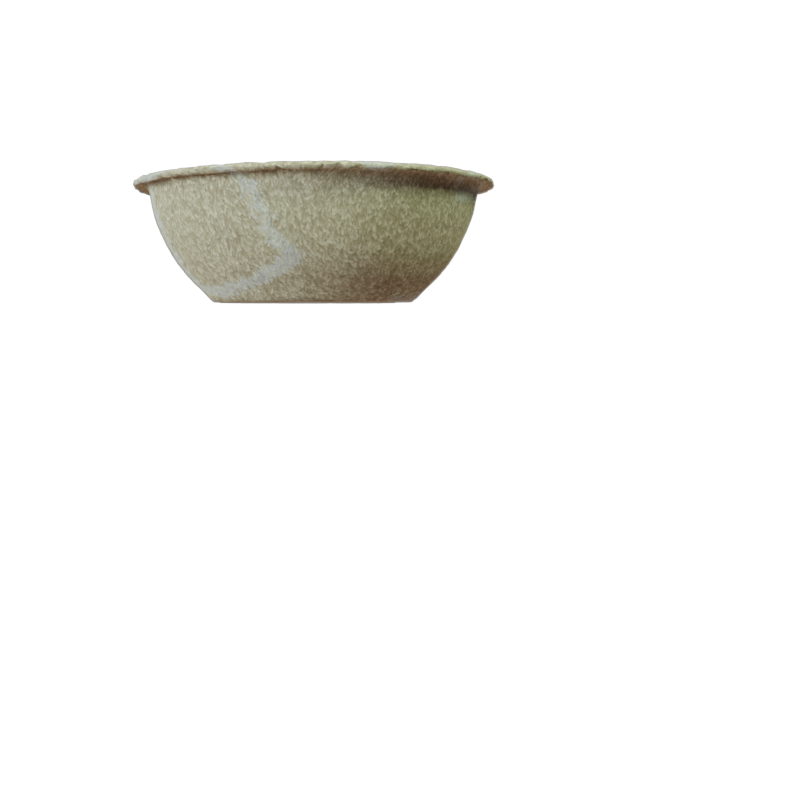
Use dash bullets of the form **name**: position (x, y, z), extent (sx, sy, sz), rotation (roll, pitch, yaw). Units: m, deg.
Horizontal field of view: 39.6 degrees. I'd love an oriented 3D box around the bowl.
- **bowl**: position (-0.039, -0.071, 0.501), extent (0.162, 0.055, 0.162), rotation (0, 3, -2)
